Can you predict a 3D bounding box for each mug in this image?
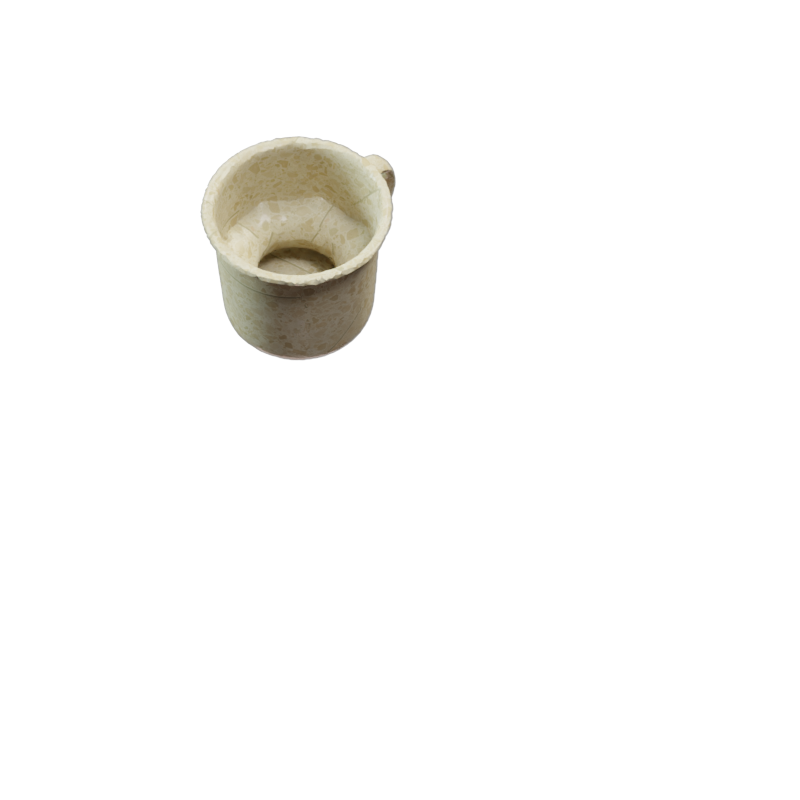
[{"bbox_3d":[-0.045,-0.082,0.574,0.098,0.119,0.076,34,-28,20],"label":"mug"}]
